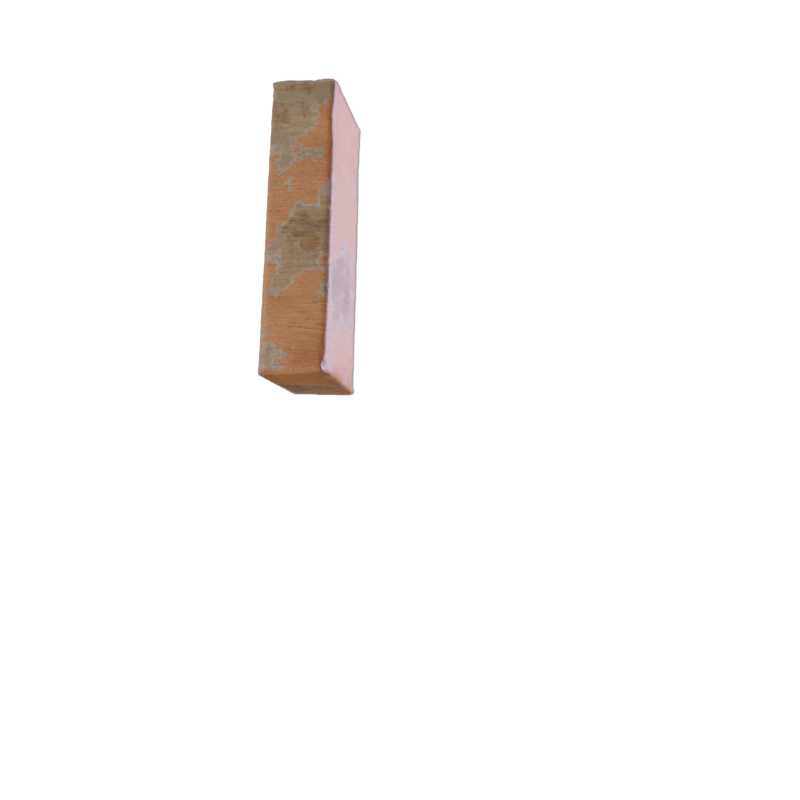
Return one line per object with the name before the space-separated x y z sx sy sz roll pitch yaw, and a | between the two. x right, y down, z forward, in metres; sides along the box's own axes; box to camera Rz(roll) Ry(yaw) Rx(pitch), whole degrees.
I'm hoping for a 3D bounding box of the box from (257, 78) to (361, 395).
box | -0.053 -0.096 0.675 0.049 0.183 0.089 -3 -14 8
